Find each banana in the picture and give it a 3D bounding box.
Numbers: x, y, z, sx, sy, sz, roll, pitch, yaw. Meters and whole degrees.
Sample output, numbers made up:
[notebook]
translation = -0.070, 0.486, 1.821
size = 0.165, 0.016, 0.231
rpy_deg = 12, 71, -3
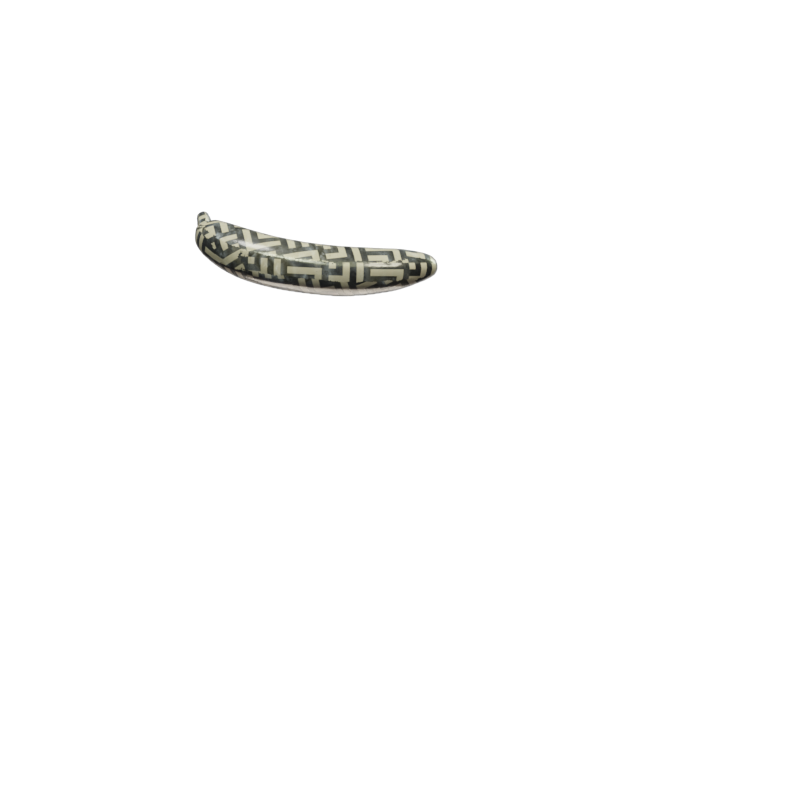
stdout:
[banana]
translation = -0.075, -0.108, 0.824
size = 0.203, 0.034, 0.072
rpy_deg = 15, 44, 15
